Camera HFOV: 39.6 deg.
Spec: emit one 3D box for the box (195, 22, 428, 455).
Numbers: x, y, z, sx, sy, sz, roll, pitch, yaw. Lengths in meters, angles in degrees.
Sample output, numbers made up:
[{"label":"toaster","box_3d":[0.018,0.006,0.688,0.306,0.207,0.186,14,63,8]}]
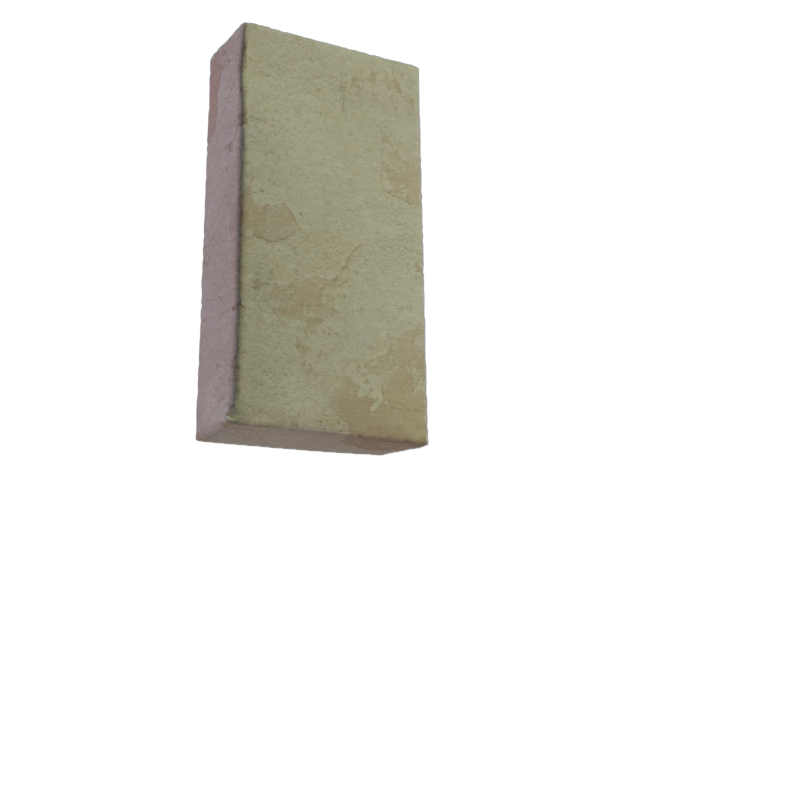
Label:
[{"label":"box","box_3d":[-0.038,-0.069,0.484,0.090,0.184,0.048,9,-21,-28]}]
